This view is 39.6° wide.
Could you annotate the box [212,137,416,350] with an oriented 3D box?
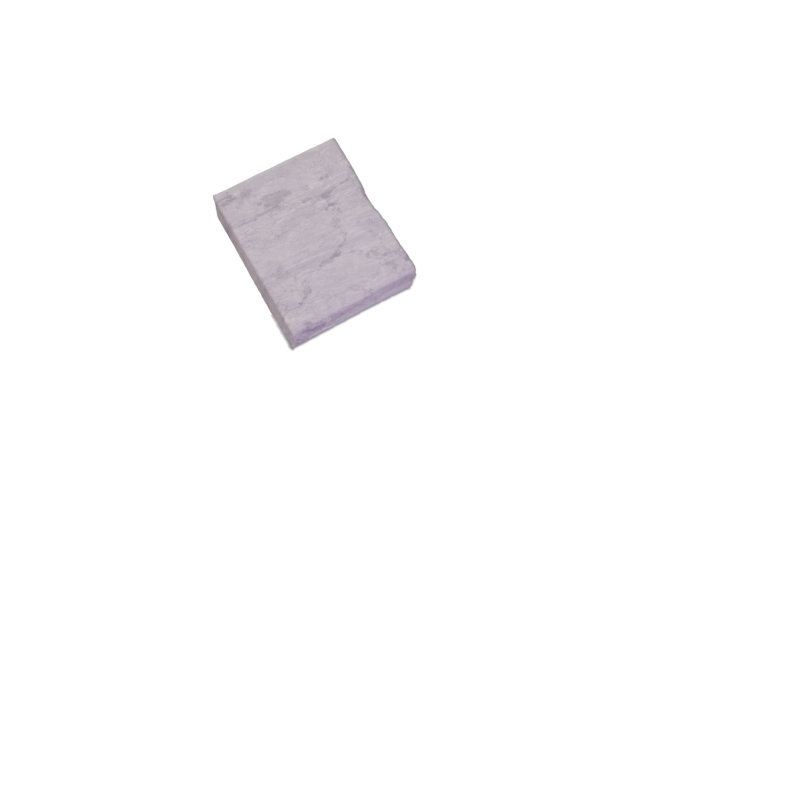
[{"bbox_3d":[-0.045,-0.082,0.578,0.073,0.094,0.029,-27,-18,-10],"label":"box"}]
